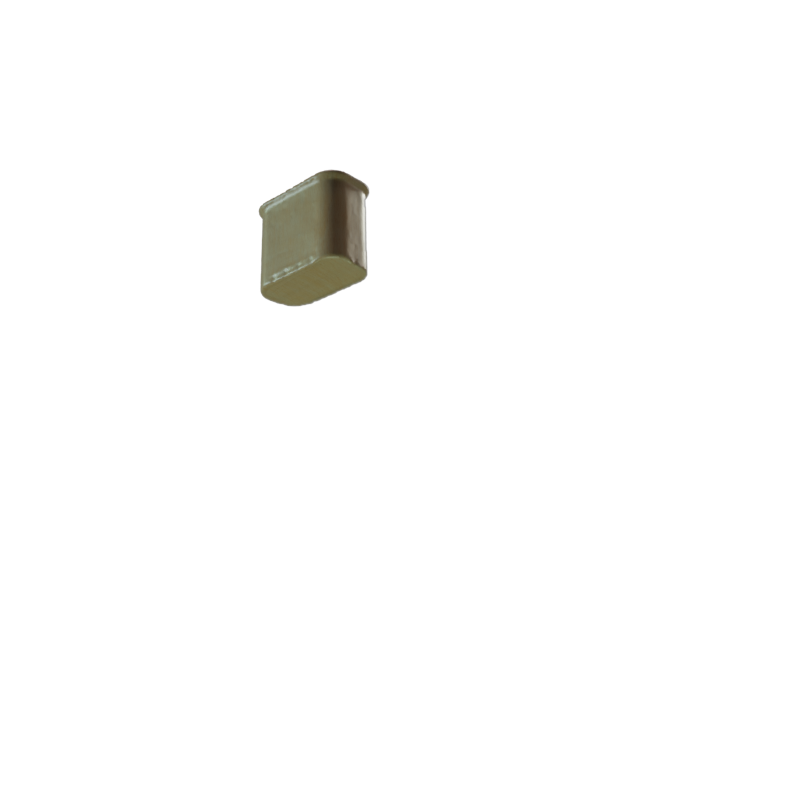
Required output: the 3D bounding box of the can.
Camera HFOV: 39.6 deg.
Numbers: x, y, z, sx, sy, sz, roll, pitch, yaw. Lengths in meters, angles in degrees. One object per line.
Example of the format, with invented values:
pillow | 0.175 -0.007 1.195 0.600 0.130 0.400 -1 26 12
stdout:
can | -0.074 -0.135 0.946 0.102 0.089 0.054 -22 -34 37
